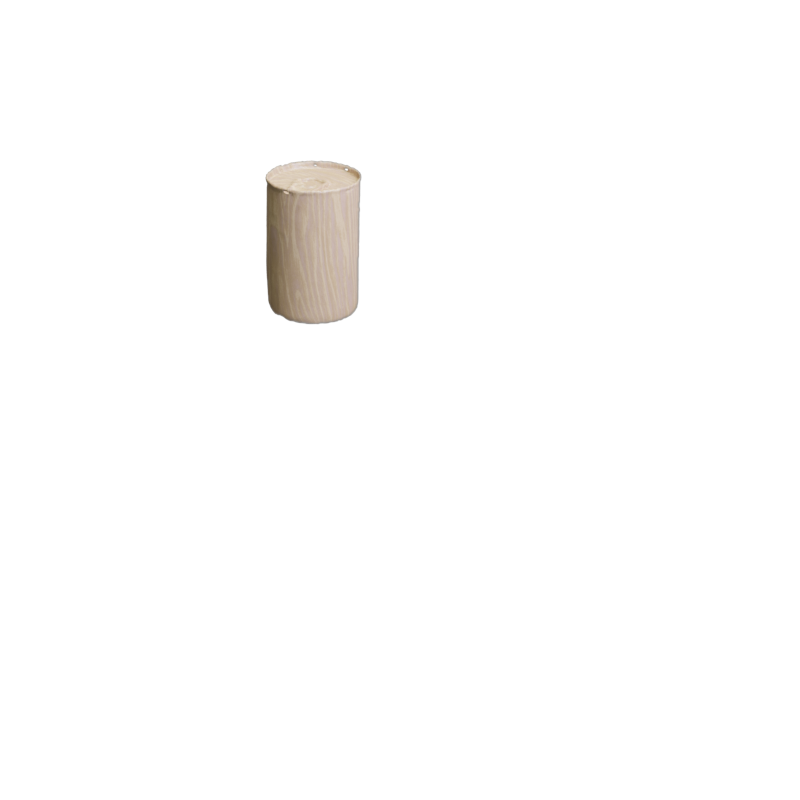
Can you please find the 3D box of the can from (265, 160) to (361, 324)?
[{"bbox_3d":[-0.063,-0.115,0.802,0.068,0.097,0.072,0,25,-2],"label":"can"}]
